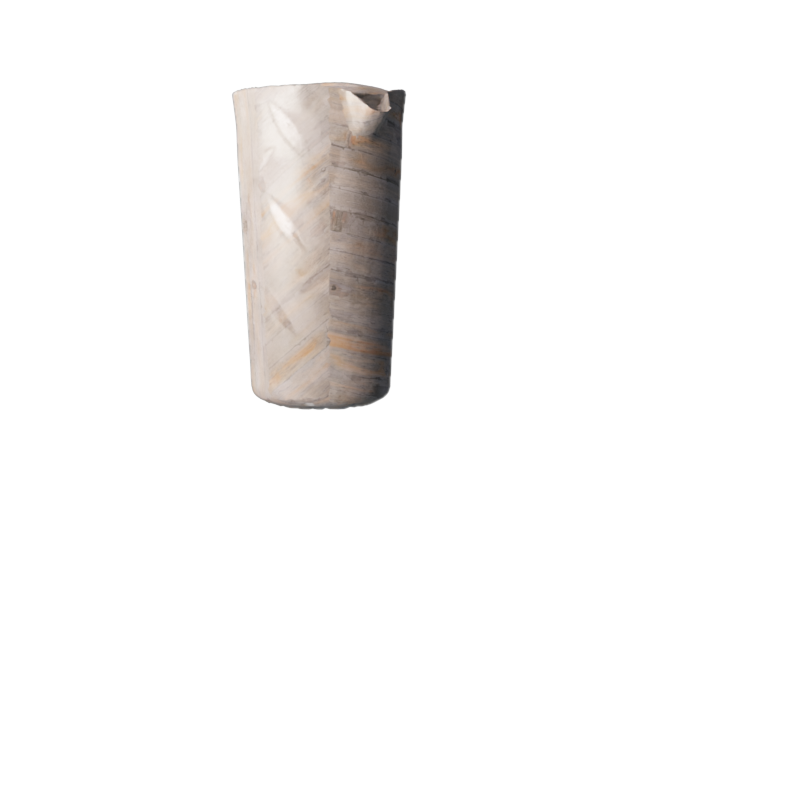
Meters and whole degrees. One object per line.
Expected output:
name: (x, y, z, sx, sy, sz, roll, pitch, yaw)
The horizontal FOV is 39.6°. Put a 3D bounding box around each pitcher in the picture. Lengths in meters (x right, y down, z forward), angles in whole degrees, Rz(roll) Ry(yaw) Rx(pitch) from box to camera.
pitcher: (-0.068, -0.123, 0.862, 0.147, 0.241, 0.148, 1, 5, 10)
